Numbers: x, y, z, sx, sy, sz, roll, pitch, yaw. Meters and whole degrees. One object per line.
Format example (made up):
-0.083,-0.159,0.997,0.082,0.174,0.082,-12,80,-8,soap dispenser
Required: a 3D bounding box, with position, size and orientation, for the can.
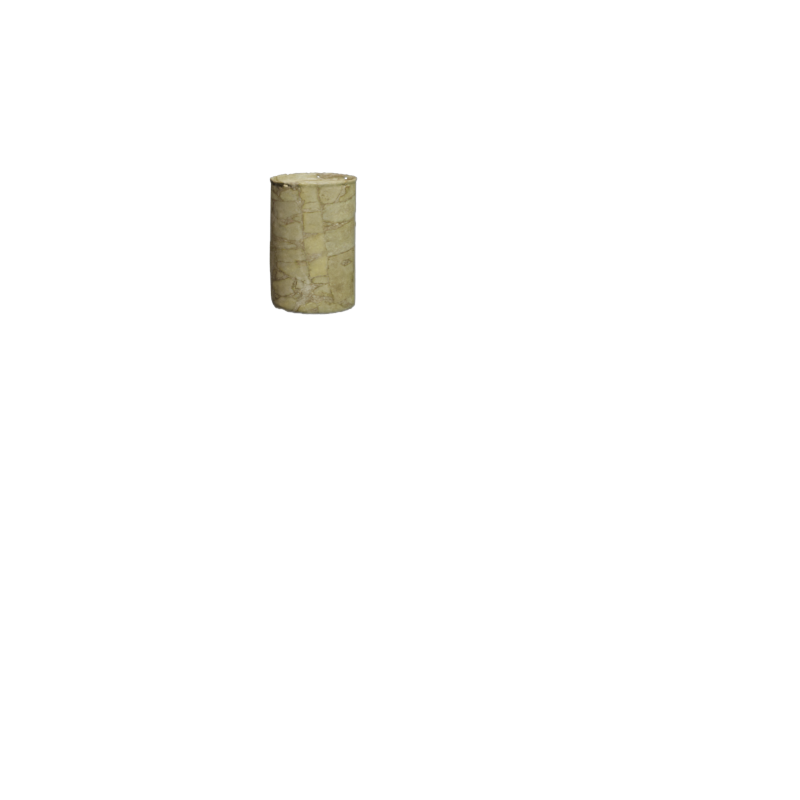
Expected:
-0.068,-0.124,0.868,0.068,0.100,0.071,0,12,-2,can
